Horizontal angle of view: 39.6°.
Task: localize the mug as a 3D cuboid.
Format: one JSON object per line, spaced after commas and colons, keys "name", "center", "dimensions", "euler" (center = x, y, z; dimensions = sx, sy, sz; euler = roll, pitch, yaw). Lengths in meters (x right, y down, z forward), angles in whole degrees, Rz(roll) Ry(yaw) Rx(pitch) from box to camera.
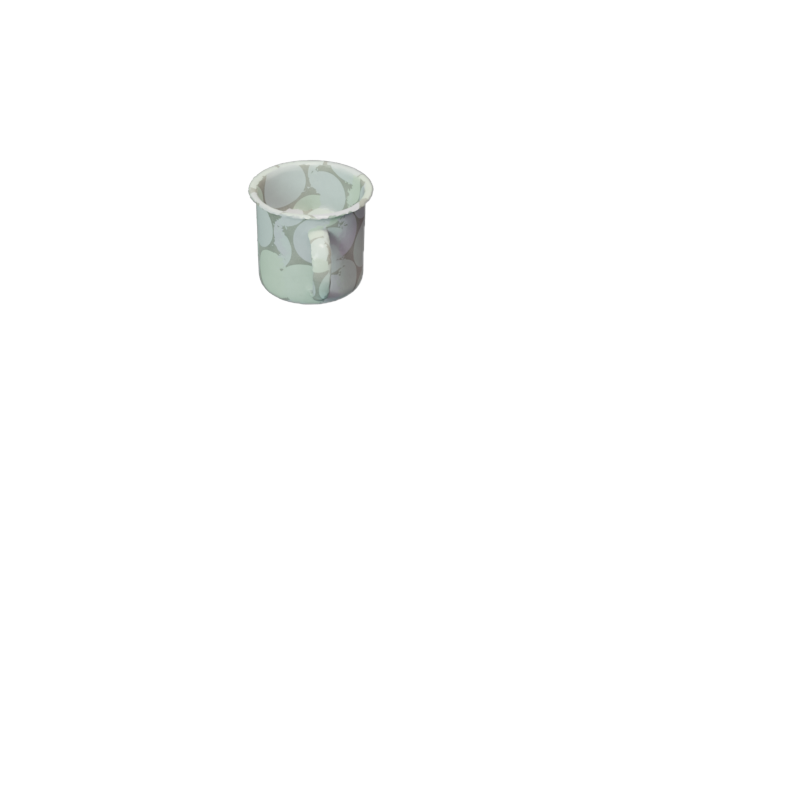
{"name": "mug", "center": [-0.065, -0.119, 0.834], "dimensions": [0.092, 0.076, 0.126], "euler": [-6, 35, -10]}
